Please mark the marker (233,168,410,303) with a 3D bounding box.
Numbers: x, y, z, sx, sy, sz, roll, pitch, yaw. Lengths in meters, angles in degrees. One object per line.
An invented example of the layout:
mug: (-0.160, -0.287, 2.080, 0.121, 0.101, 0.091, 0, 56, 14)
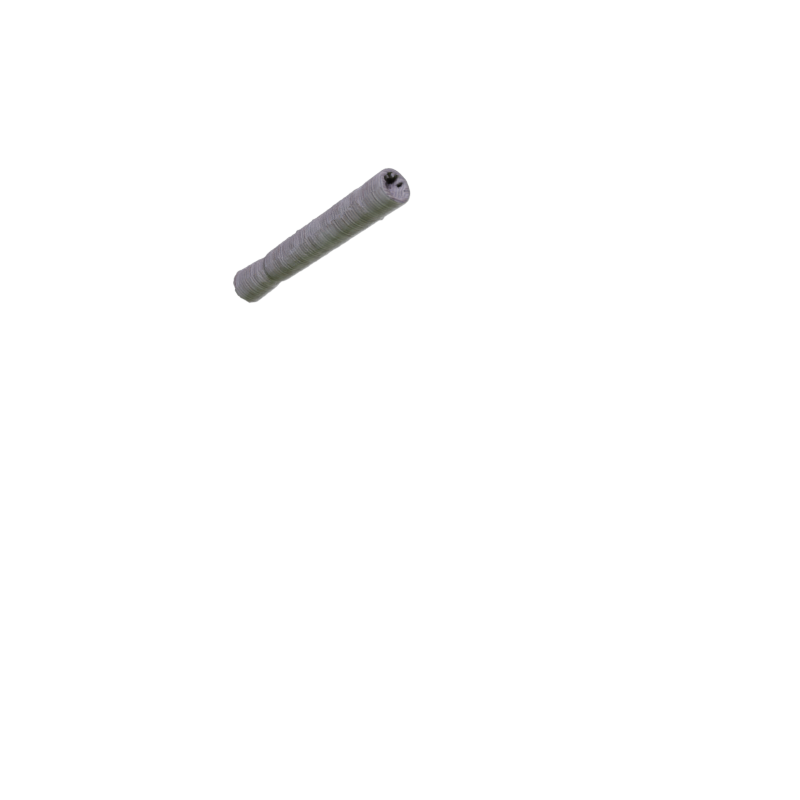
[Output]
marker: (-0.043, -0.078, 0.545, 0.019, 0.021, 0.121, -4, -17, -47)
